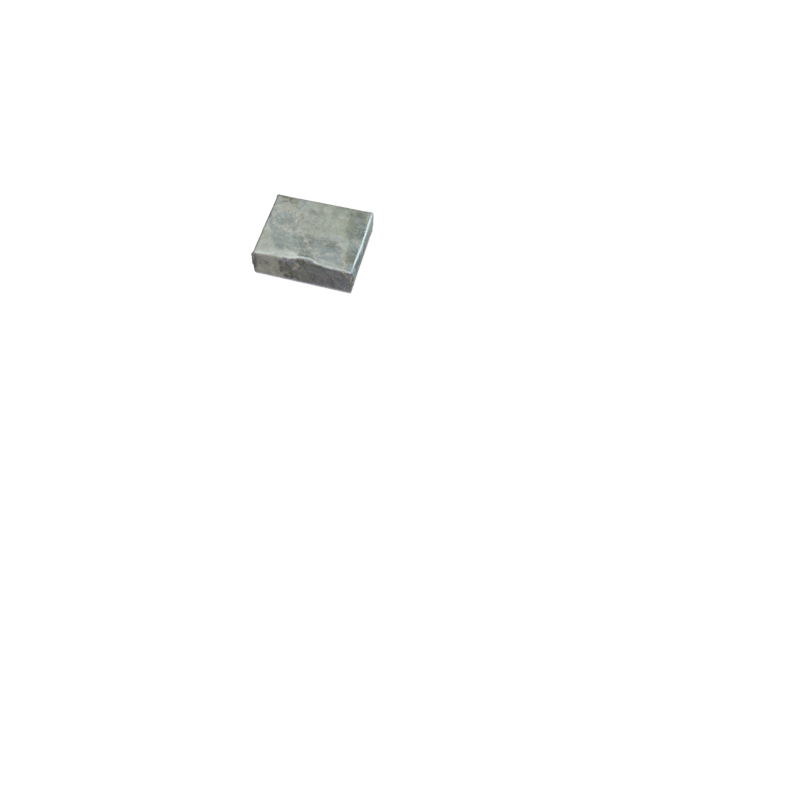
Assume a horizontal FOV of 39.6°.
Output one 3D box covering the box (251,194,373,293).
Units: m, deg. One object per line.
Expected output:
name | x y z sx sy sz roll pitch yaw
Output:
box | -0.075 -0.136 0.951 0.091 0.077 0.028 12 -38 9
